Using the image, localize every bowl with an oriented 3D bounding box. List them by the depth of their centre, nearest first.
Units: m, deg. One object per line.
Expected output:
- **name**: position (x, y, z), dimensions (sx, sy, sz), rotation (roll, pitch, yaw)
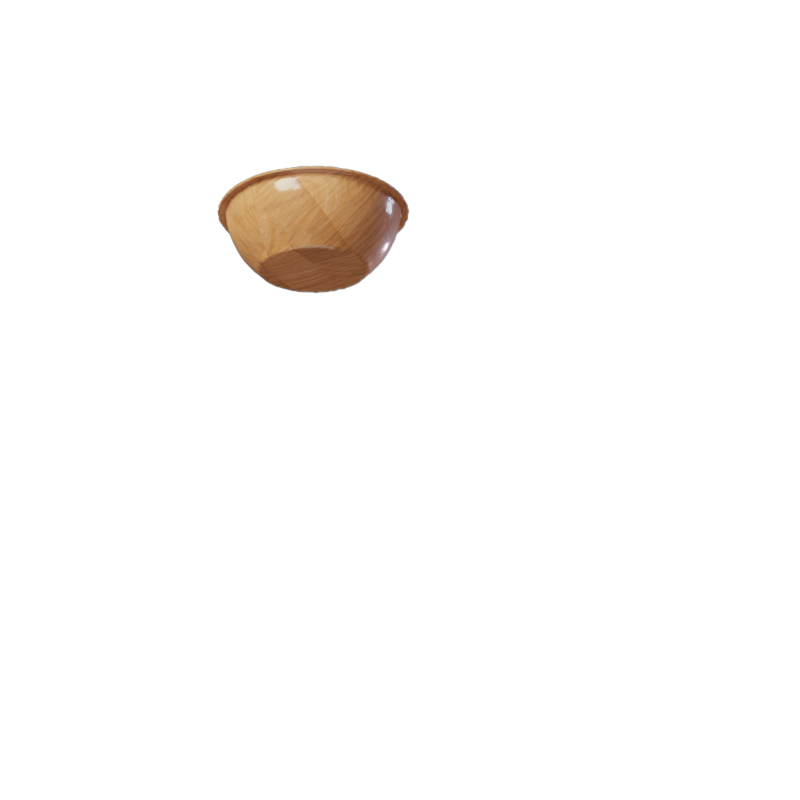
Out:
- **bowl**: position (-0.073, -0.132, 0.927), dimensions (0.162, 0.058, 0.154), rotation (1, -20, -2)
